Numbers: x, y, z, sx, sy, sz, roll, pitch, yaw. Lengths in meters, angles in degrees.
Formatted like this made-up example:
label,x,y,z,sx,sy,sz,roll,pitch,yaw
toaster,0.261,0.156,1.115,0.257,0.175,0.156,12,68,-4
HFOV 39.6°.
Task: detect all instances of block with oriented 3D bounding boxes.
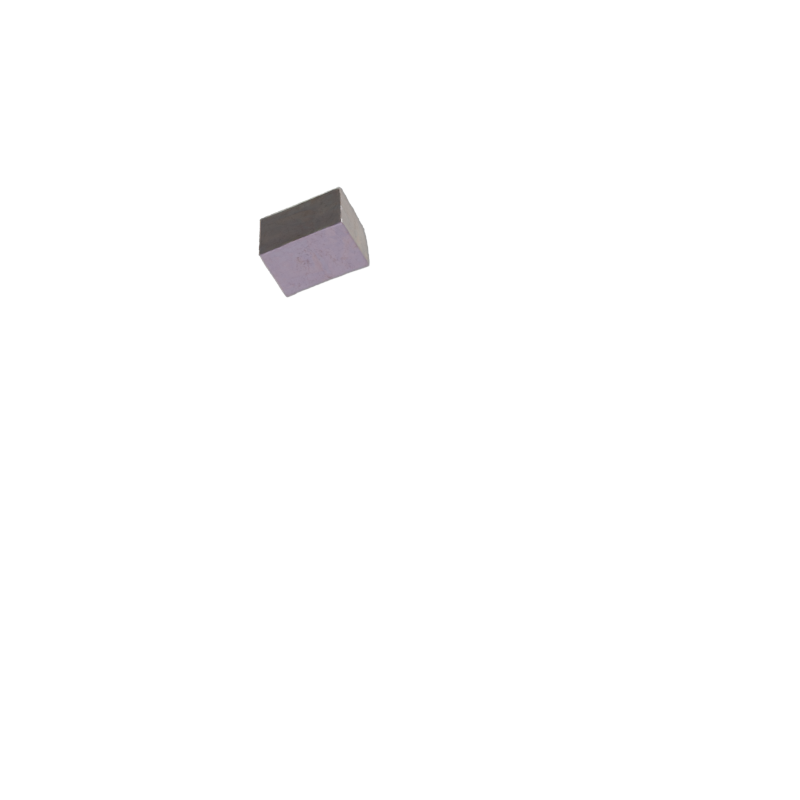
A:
label,x,y,z,sx,sy,sz,roll,pitch,yaw
block,-0.072,-0.130,0.914,0.078,0.049,0.055,-19,40,15
